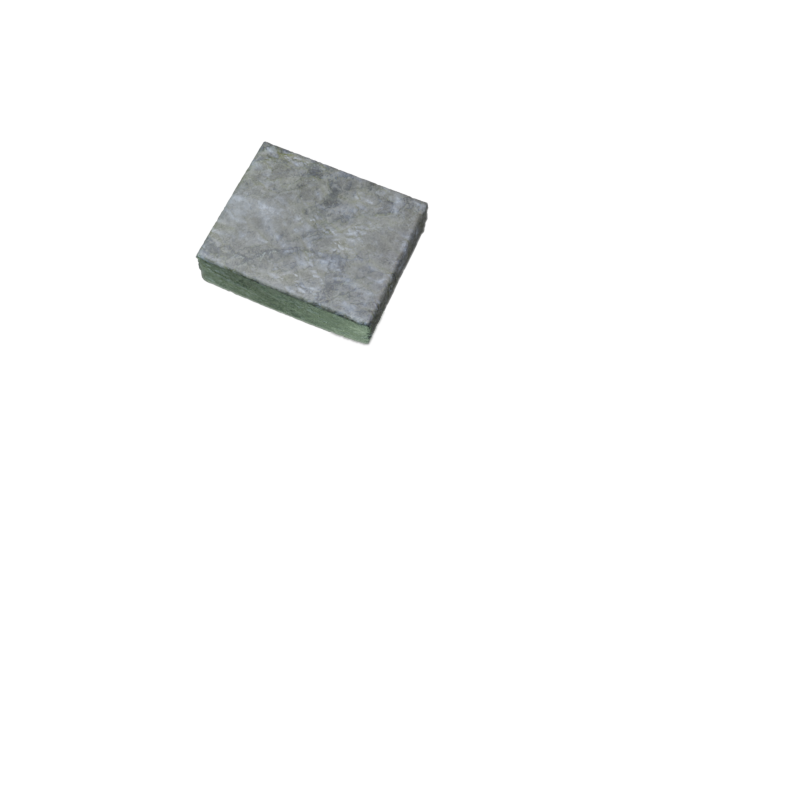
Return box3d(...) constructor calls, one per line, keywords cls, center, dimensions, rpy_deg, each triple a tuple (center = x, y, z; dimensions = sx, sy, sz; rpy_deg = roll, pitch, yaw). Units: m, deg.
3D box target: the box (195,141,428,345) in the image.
box3d(cls="box", center=(-0.052, -0.095, 0.663), dimensions=(0.116, 0.093, 0.037), rpy_deg=(22, -24, 10))
